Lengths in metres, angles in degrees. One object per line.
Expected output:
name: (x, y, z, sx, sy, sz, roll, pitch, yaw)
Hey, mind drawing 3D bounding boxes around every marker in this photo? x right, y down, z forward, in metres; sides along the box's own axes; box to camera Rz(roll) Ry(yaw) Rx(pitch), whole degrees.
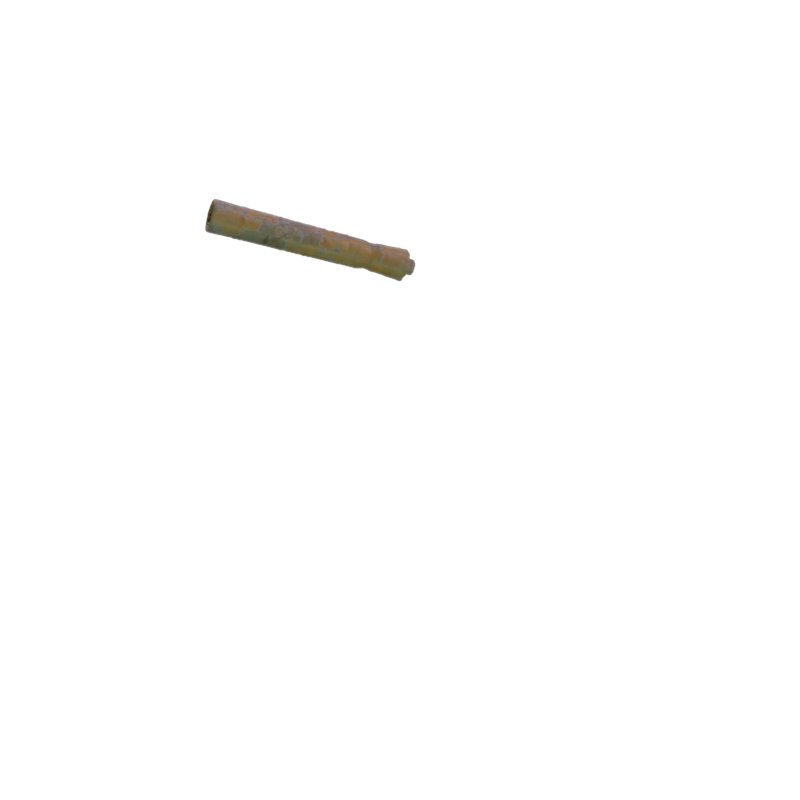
marker: (-0.049, -0.089, 0.621, 0.118, 0.020, 0.020, 13, 0, -14)
